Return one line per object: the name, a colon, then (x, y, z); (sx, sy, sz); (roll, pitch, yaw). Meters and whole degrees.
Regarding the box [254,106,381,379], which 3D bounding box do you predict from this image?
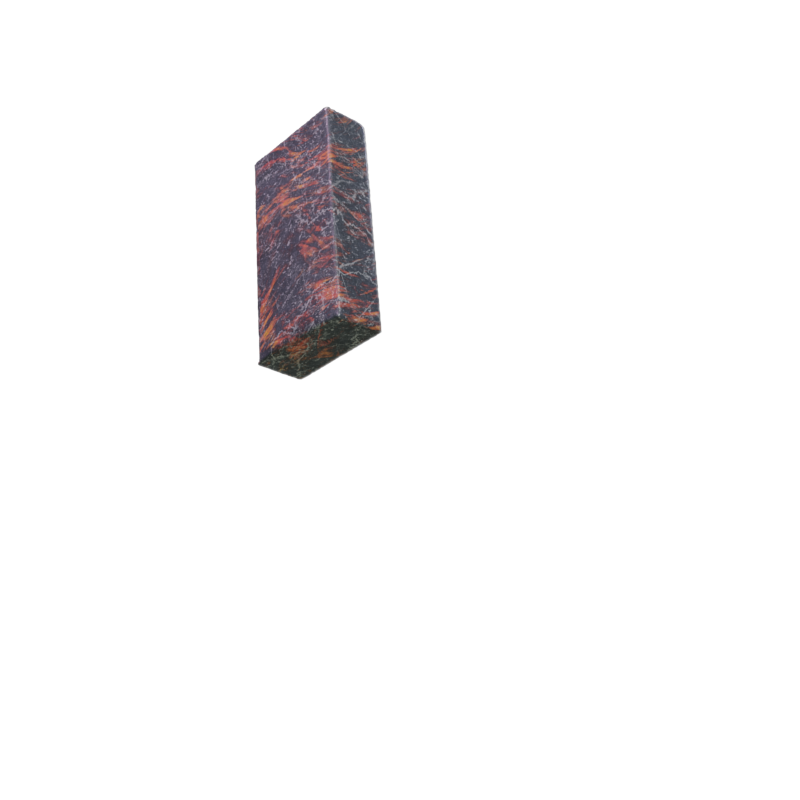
box: (-0.062, -0.114, 0.799); (0.045, 0.188, 0.093); (23, -38, -36)
